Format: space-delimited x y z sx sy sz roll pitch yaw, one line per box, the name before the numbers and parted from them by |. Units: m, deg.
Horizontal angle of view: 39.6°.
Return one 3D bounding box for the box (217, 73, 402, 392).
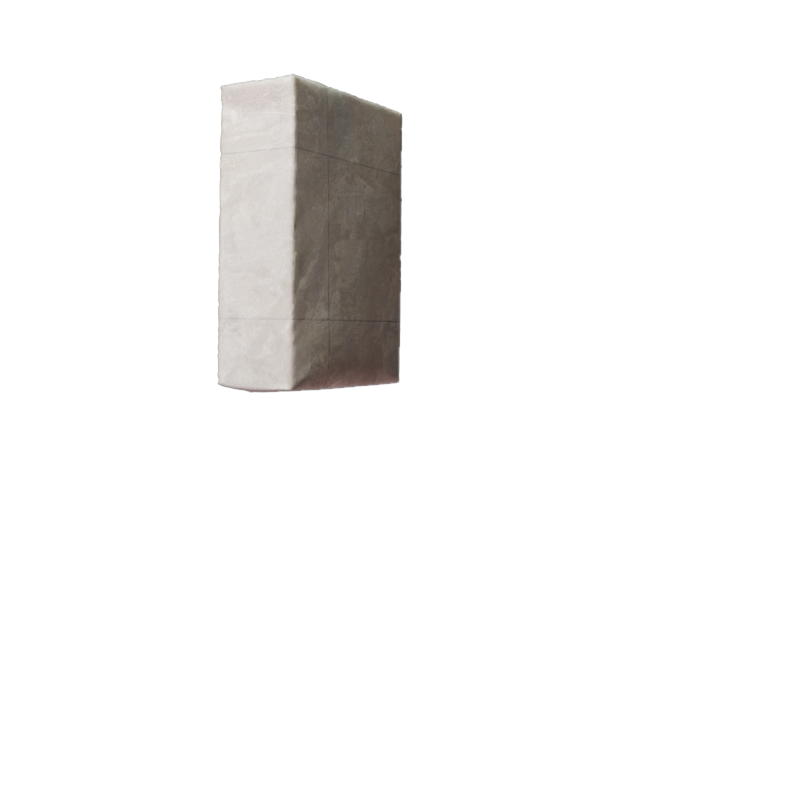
box | -0.064 -0.116 0.814 0.074 0.216 0.158 -2 -2 28
